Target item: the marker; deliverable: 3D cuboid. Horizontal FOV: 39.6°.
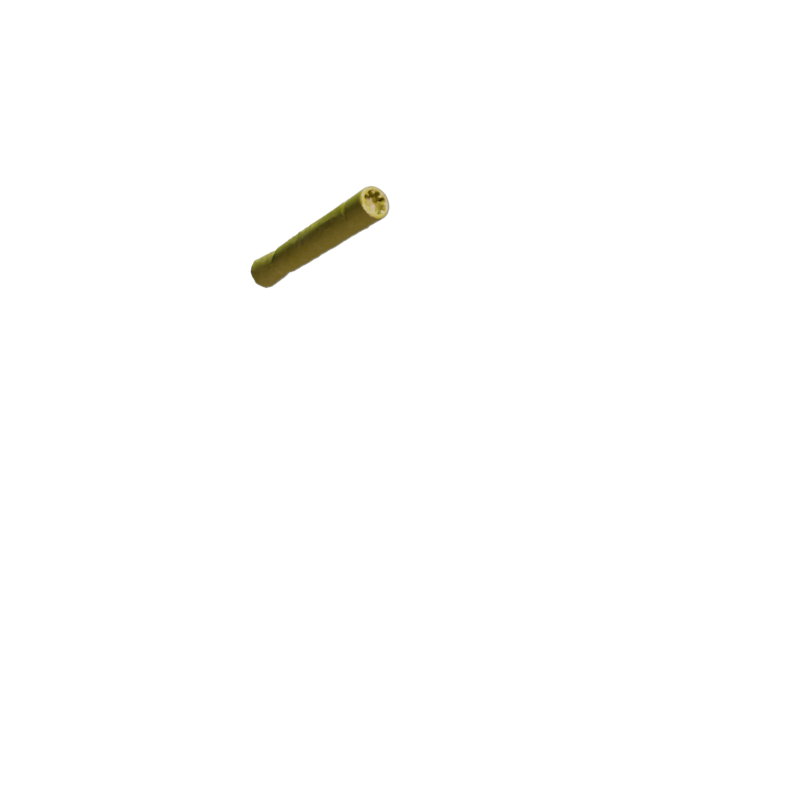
[{"bbox_3d":[-0.049,-0.089,0.623,0.019,0.020,0.121,-3,-12,-38],"label":"marker"}]
